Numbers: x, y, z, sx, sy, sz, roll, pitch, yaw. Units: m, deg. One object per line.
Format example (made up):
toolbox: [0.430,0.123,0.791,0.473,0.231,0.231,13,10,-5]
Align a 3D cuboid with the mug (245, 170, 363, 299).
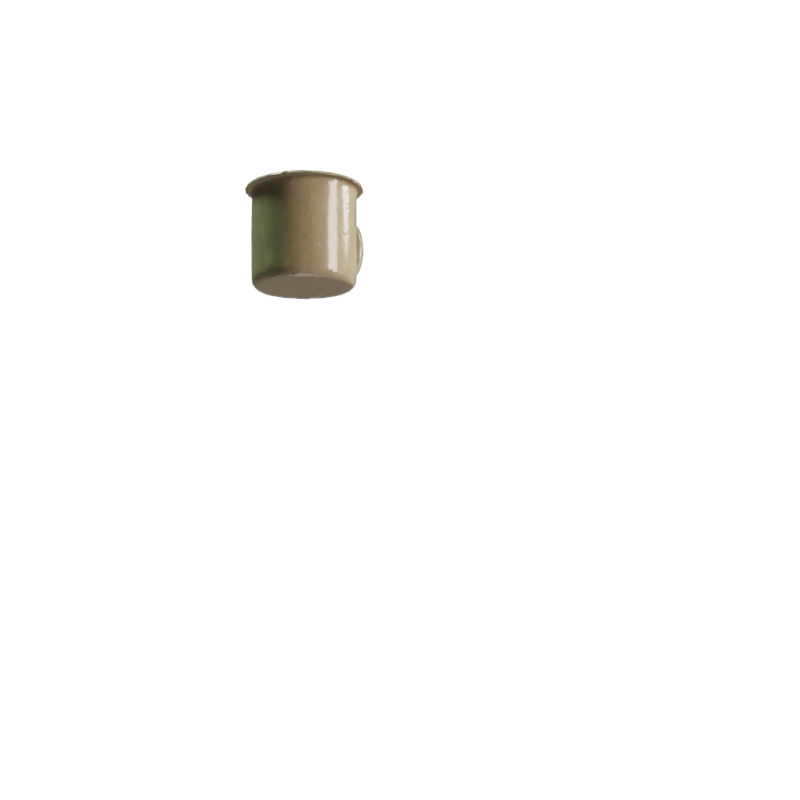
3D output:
mug: [-0.069,-0.125,0.876,0.095,0.084,0.111,-8,-13,34]
